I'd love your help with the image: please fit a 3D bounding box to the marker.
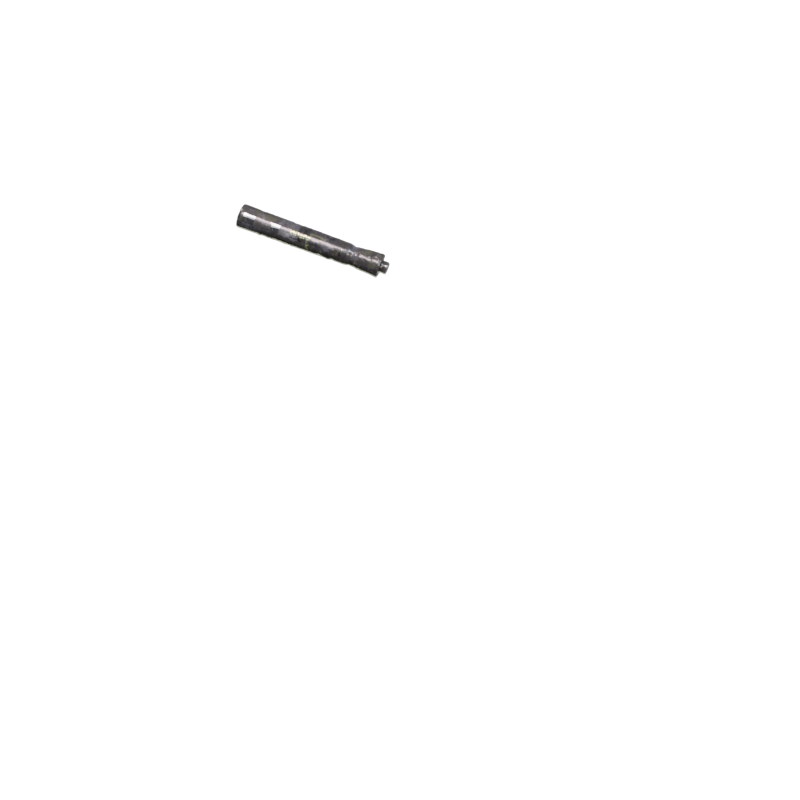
[{"bbox_3d":[-0.066,-0.121,0.848,0.123,0.020,0.020,21,6,8],"label":"marker"}]
